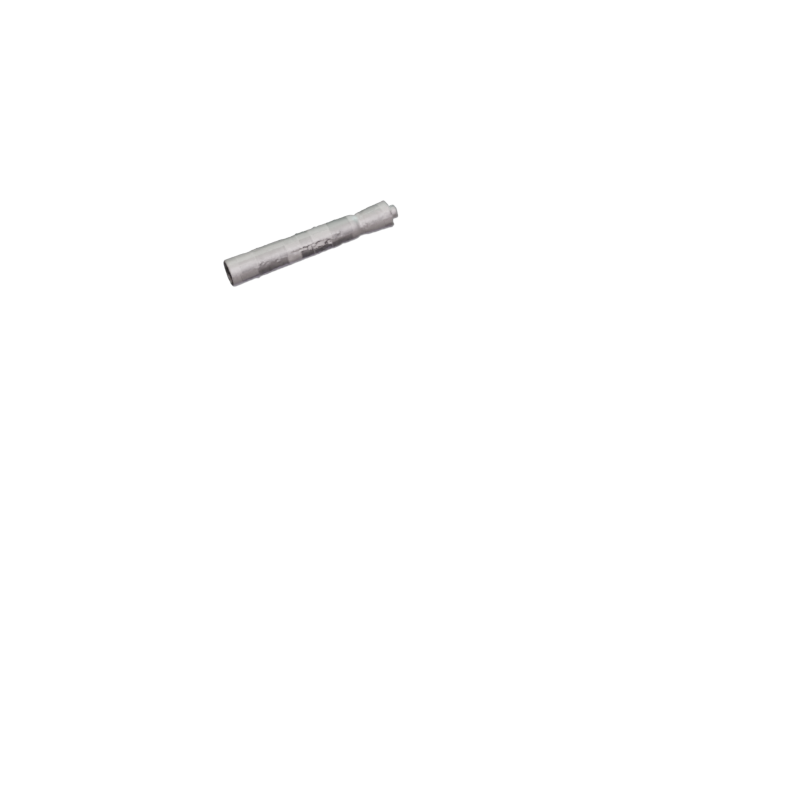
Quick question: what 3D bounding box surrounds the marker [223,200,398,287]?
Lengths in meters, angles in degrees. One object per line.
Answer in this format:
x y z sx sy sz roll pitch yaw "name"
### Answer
-0.057 -0.104 0.731 0.120 0.019 0.020 -22 9 -12 "marker"
